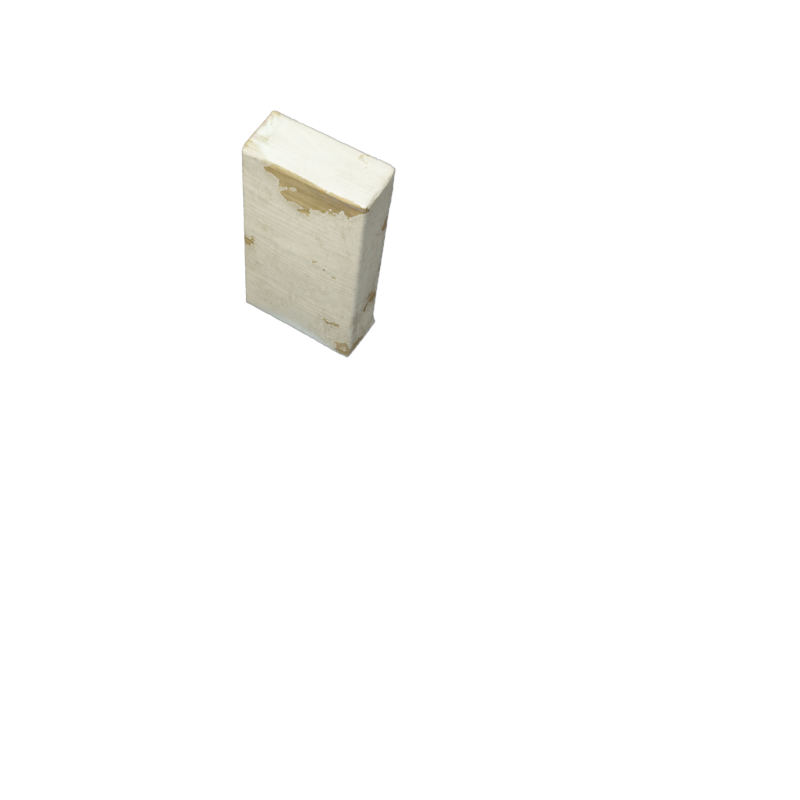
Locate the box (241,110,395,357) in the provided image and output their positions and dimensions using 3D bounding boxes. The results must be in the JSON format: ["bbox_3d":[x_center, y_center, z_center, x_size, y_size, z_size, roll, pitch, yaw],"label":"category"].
[{"bbox_3d":[-0.059,-0.107,0.751,0.097,0.049,0.165,29,-27,13],"label":"box"}]
